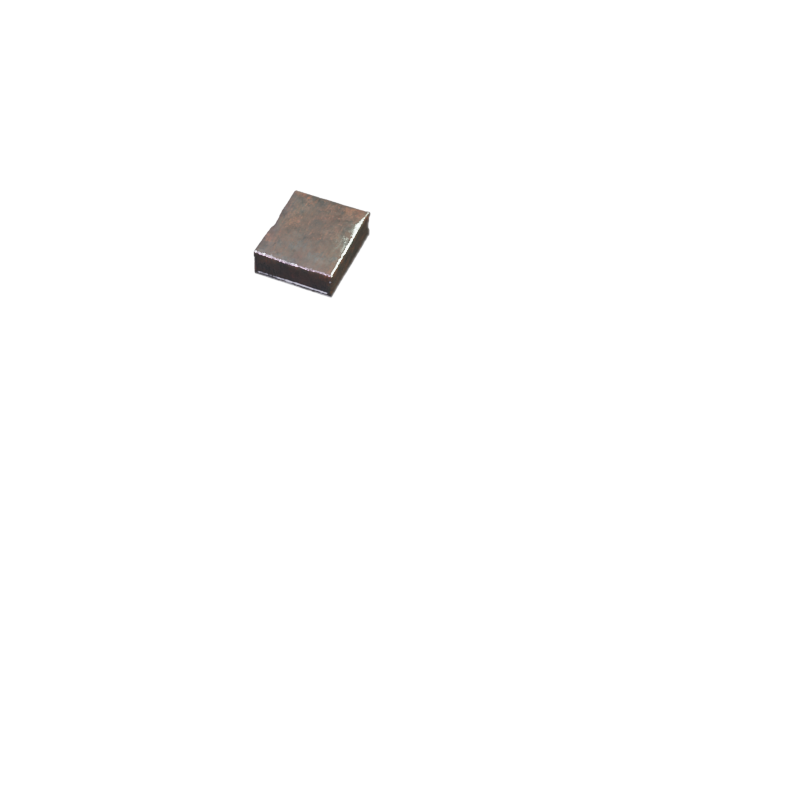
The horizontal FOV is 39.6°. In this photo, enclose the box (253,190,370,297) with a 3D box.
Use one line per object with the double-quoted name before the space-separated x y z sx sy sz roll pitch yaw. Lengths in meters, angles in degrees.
"box" -0.075 -0.137 0.956 0.075 0.093 0.028 17 -39 14
